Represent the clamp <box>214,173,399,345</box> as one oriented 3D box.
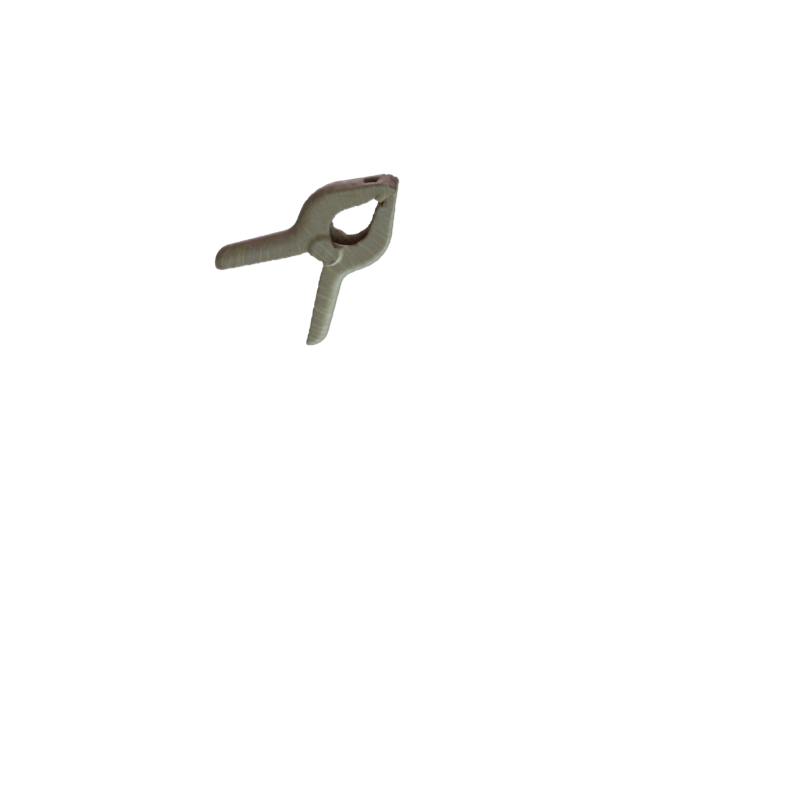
[{"bbox_3d":[-0.073,-0.133,0.935,0.116,0.167,0.042,32,25,-17],"label":"clamp"}]
